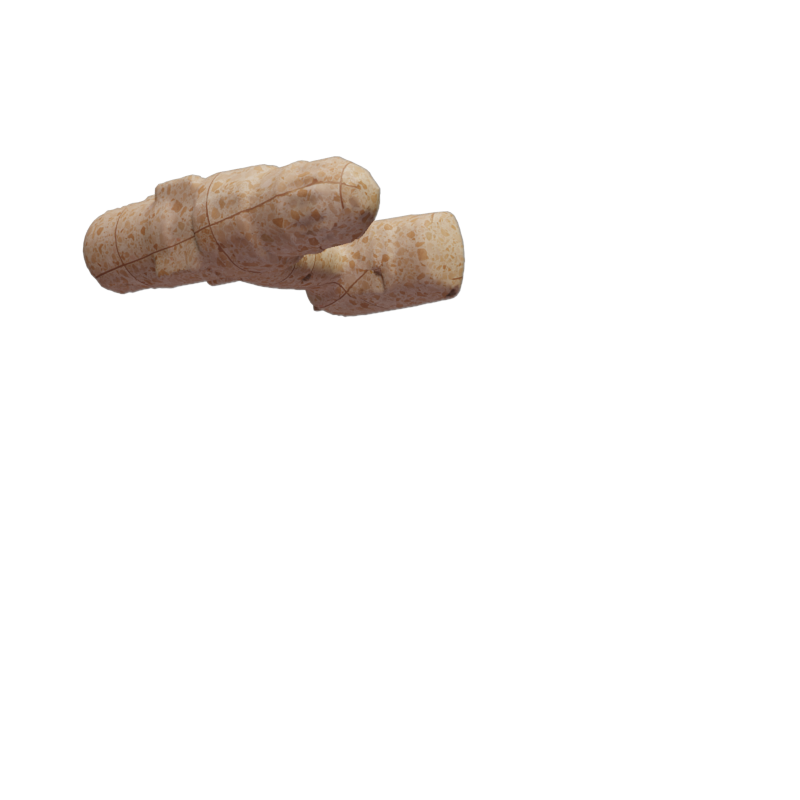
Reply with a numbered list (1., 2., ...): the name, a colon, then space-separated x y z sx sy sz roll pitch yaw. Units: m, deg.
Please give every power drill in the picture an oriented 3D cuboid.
1. power drill: -0.047 -0.085 0.594 0.190 0.058 0.179 -3 -5 39
